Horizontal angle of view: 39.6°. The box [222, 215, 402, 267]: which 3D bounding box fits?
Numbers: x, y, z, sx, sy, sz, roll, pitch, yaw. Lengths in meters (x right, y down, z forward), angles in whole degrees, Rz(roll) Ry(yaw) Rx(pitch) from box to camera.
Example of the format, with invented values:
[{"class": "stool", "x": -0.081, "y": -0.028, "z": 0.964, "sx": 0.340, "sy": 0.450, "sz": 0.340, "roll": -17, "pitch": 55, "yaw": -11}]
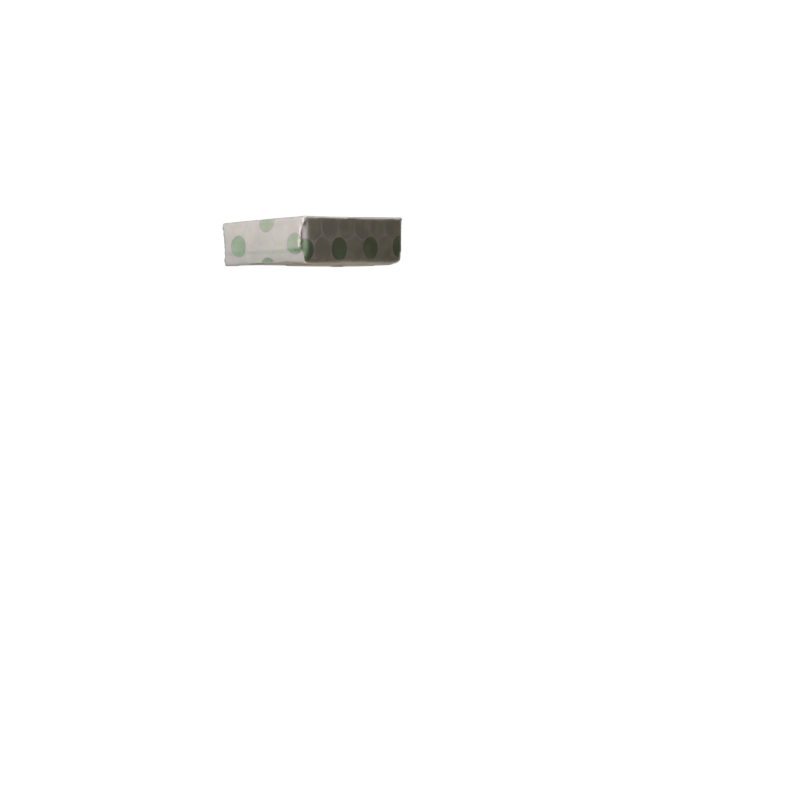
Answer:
[{"class": "box", "x": -0.067, "y": -0.123, "z": 0.859, "sx": 0.093, "sy": 0.039, "sz": 0.109, "roll": 4, "pitch": 6, "yaw": 42}]
